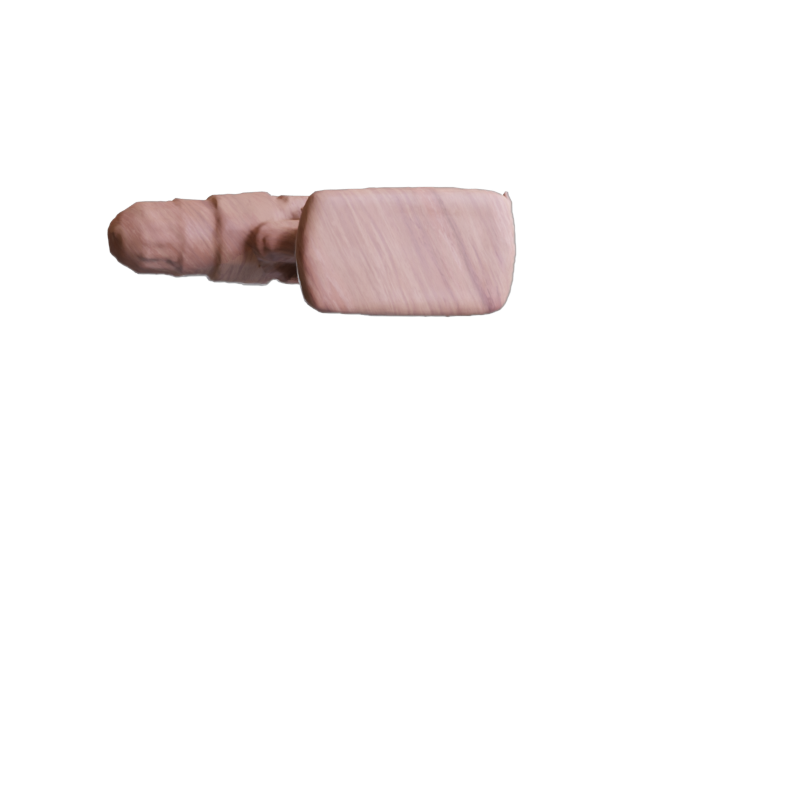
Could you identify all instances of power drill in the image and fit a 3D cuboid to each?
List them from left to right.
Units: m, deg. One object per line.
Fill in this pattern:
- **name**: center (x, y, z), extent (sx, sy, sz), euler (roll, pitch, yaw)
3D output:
- **power drill**: center (-0.044, -0.079, 0.556), extent (0.180, 0.056, 0.195), euler (-4, 12, -21)
